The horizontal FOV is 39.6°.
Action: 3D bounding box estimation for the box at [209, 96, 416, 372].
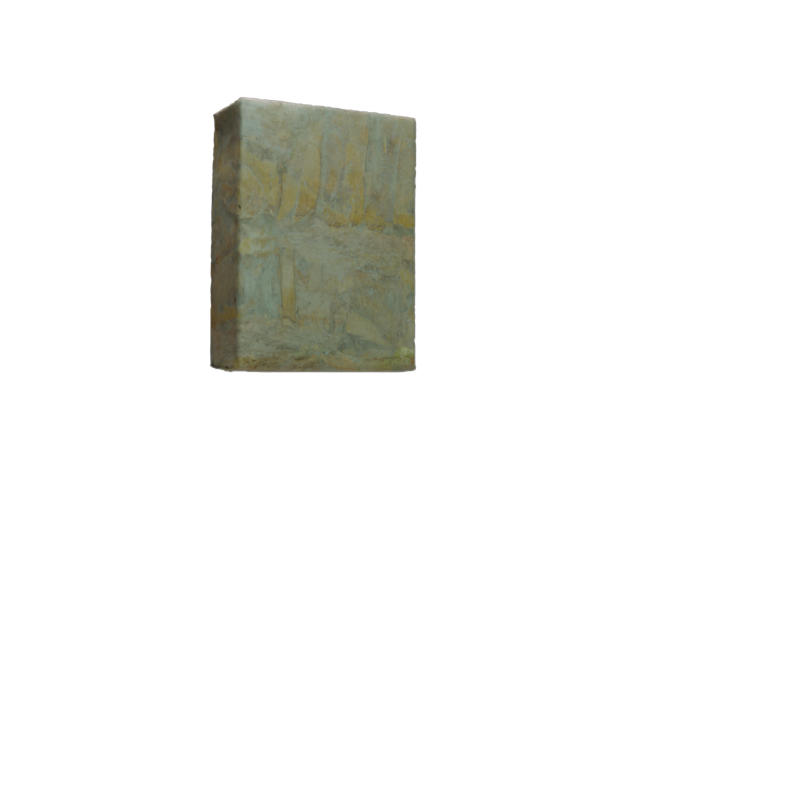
[{"bbox_3d":[-0.071,-0.130,0.913,0.158,0.217,0.073,2,-6,-29],"label":"box"}]
